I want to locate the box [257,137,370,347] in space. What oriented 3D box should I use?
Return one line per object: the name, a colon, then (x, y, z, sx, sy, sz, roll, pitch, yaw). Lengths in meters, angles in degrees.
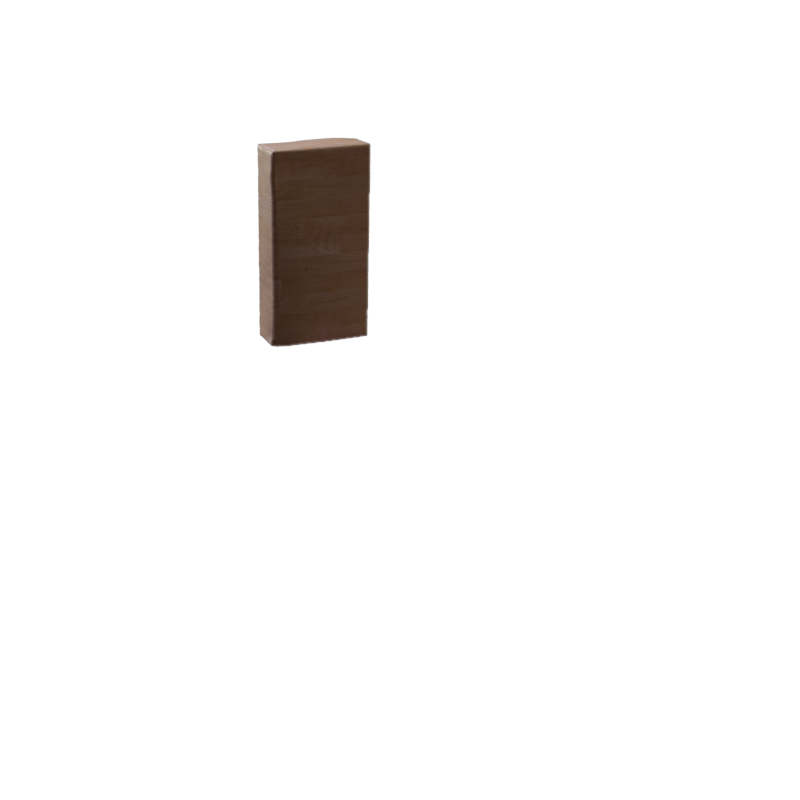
box: (-0.076, -0.138, 0.969, 0.091, 0.170, 0.051, -6, 16, -23)
